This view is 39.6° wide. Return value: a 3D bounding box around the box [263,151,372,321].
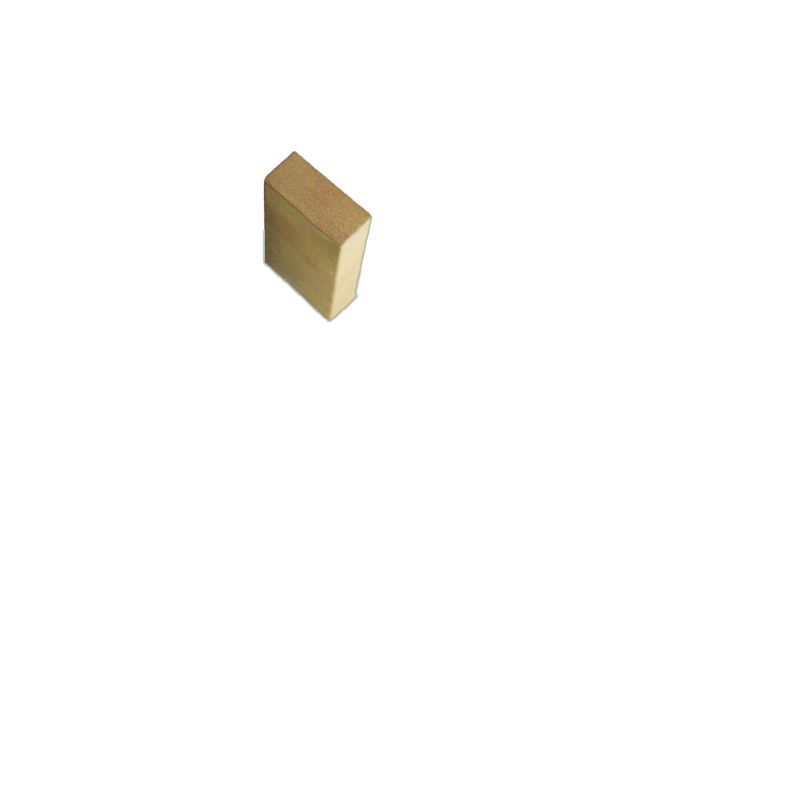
[{"bbox_3d":[-0.078,-0.142,0.994,0.097,0.049,0.169,43,-15,10],"label":"box"}]
